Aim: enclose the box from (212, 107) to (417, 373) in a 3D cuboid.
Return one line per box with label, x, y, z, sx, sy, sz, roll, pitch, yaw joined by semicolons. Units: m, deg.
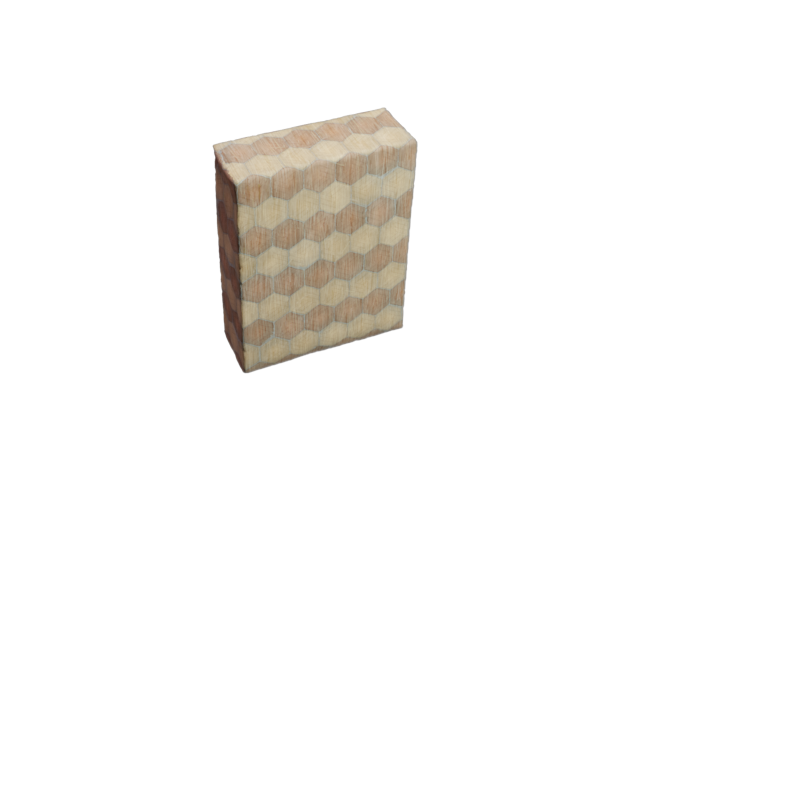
box;-0.077;-0.141;0.984;0.162;0.199;0.078;-16;44;-19
